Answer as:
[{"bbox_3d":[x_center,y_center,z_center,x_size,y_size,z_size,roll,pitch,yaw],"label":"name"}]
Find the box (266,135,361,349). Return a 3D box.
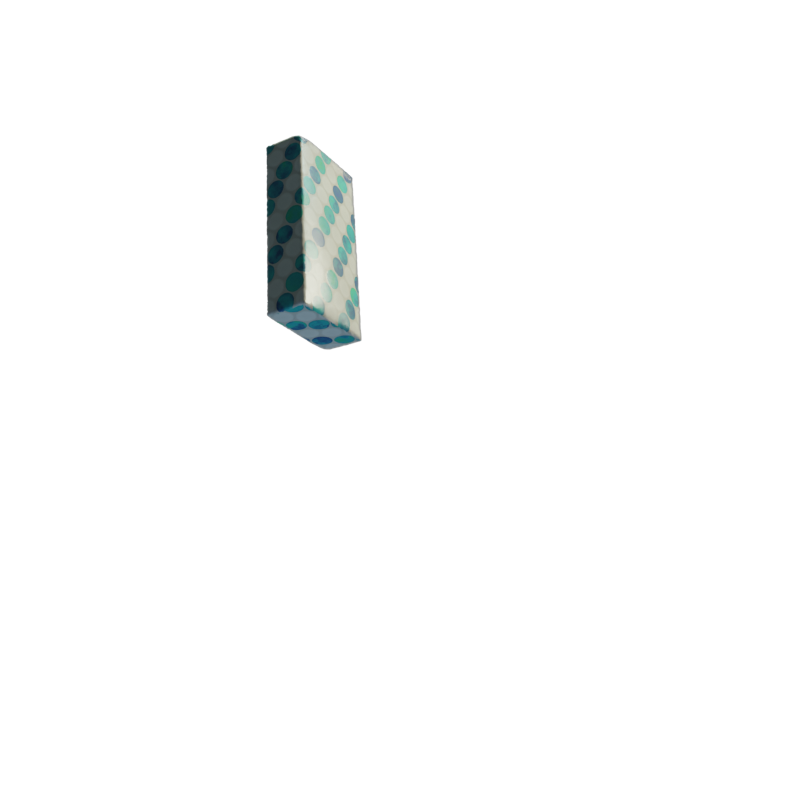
[{"bbox_3d":[-0.078,-0.142,0.994,0.049,0.187,0.087,-18,-31,28],"label":"box"}]
